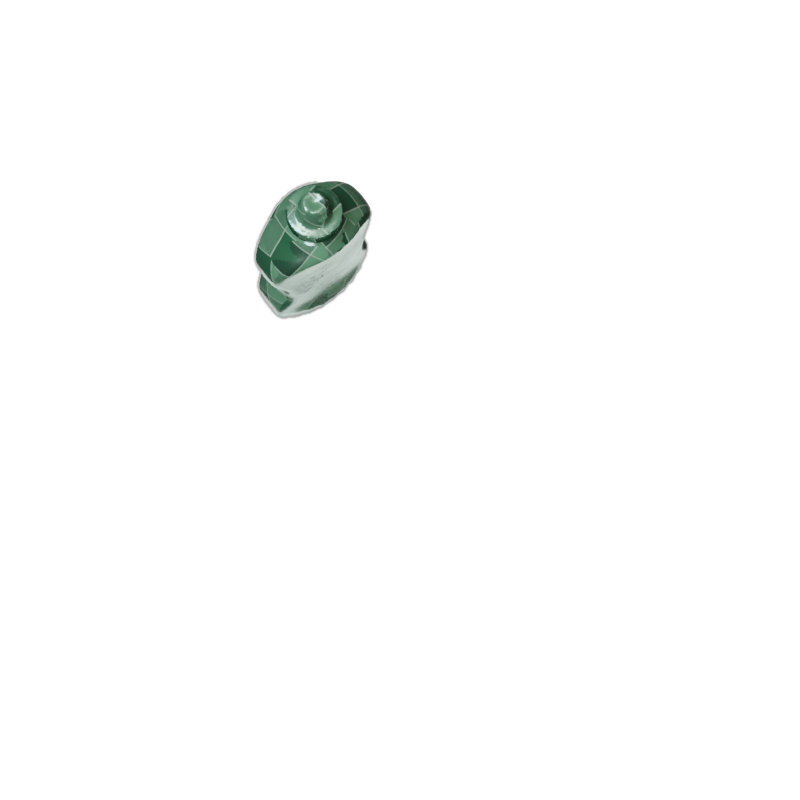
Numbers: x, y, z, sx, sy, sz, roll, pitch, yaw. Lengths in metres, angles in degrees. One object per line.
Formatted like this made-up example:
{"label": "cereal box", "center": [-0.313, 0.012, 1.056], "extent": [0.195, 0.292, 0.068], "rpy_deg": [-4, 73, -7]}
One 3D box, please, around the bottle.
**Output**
{"label": "bottle", "center": [-0.067, -0.122, 0.857], "extent": [0.096, 0.060, 0.186], "rpy_deg": [-36, -6, -9]}
